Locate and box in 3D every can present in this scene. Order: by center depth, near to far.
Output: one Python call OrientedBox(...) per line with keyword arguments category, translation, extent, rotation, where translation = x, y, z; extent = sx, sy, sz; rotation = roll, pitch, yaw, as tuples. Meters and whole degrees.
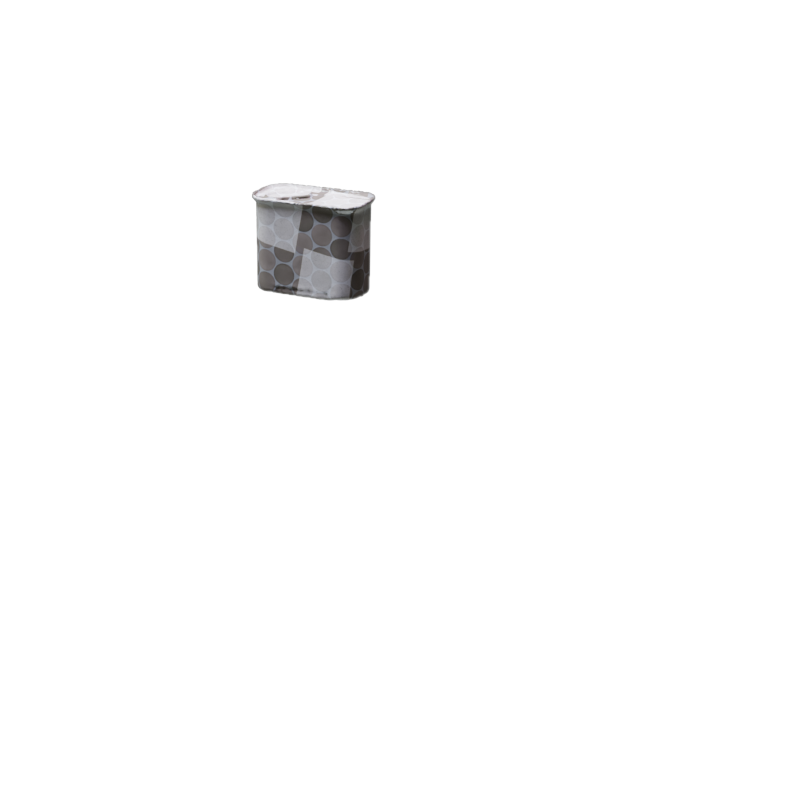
OrientedBox(category="can", translation=(-0.074, -0.135, 0.944), extent=(0.105, 0.080, 0.058), rotation=(10, 22, 22))
